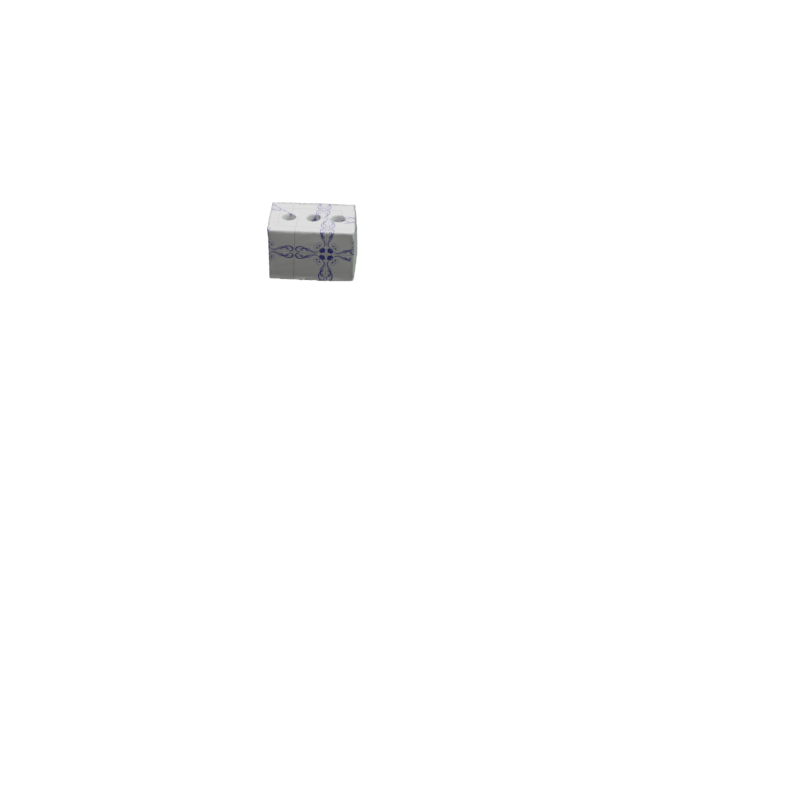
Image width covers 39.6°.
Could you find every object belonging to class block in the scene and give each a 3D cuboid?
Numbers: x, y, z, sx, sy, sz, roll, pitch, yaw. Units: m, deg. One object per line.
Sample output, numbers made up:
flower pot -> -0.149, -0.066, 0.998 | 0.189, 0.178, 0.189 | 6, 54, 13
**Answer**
block -> -0.077, -0.141, 0.988 | 0.078, 0.048, 0.056 | 2, 33, 2
